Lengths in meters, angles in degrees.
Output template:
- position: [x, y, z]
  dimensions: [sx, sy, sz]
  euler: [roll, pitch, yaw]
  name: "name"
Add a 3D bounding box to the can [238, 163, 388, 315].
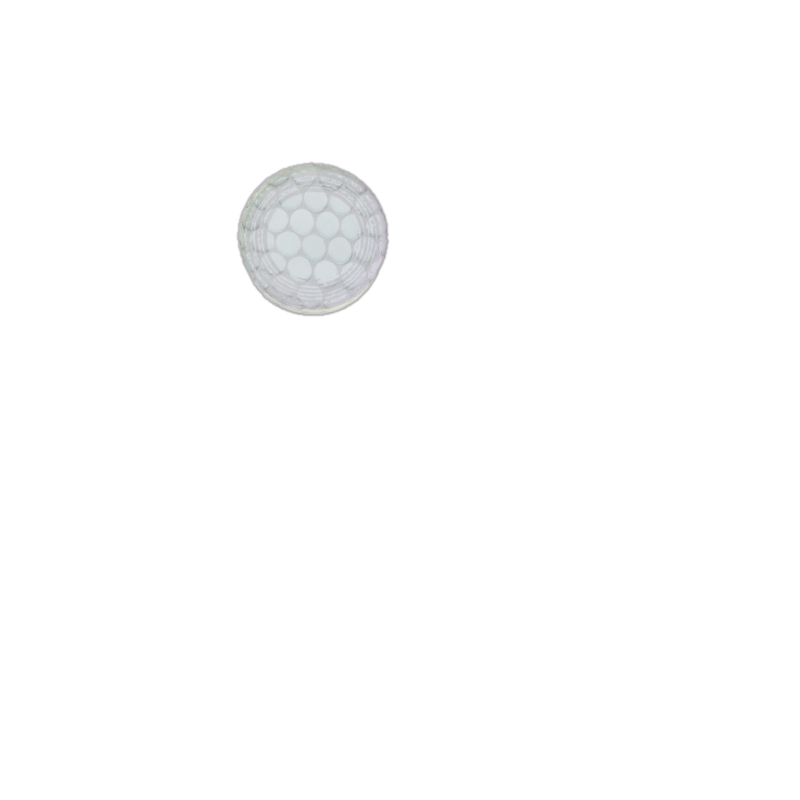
- position: [-0.051, -0.093, 0.651]
  dimensions: [0.086, 0.088, 0.033]
  euler: [0, -11, -1]
  name: "can"
